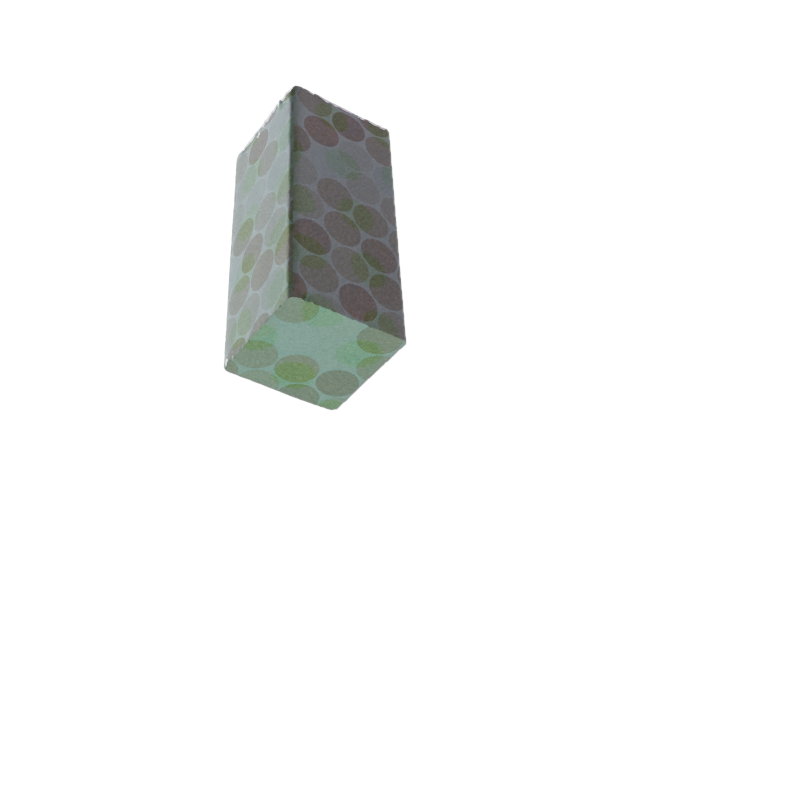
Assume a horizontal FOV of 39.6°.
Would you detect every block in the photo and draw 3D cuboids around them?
[{"bbox_3d":[-0.062,-0.112,0.784,0.086,0.221,0.089,22,-46,-27],"label":"block"}]
